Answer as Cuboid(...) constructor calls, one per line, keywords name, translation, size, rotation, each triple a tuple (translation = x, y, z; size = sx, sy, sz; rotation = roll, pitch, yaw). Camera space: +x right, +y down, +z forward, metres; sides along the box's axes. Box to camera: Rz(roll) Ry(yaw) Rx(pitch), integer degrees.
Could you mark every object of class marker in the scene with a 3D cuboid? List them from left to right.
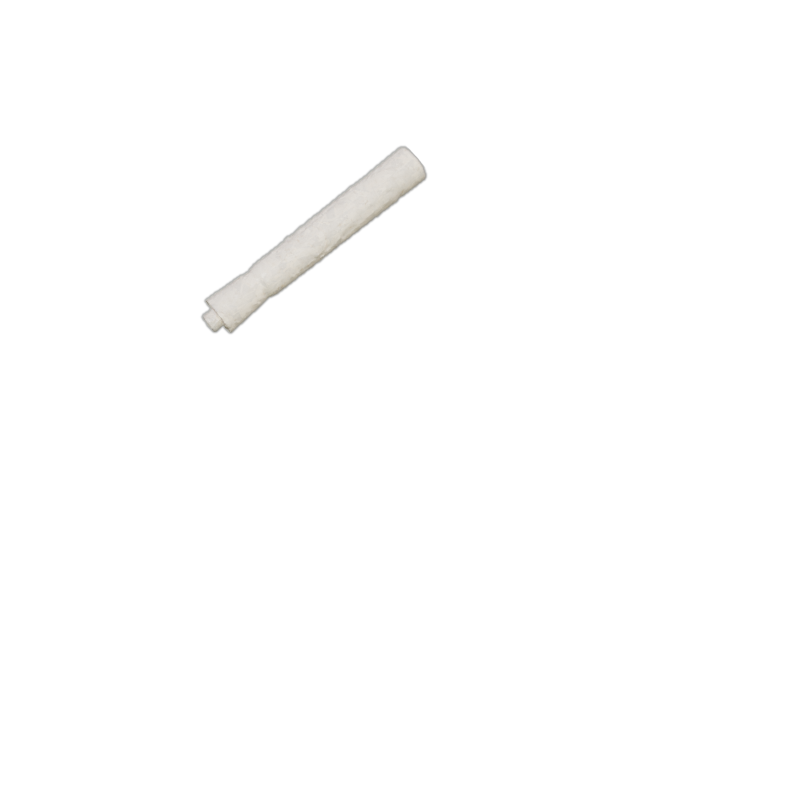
Cuboid(name="marker", translation=(-0.039, -0.072, 0.501), size=(0.121, 0.019, 0.020), rotation=(-40, 13, -11))
